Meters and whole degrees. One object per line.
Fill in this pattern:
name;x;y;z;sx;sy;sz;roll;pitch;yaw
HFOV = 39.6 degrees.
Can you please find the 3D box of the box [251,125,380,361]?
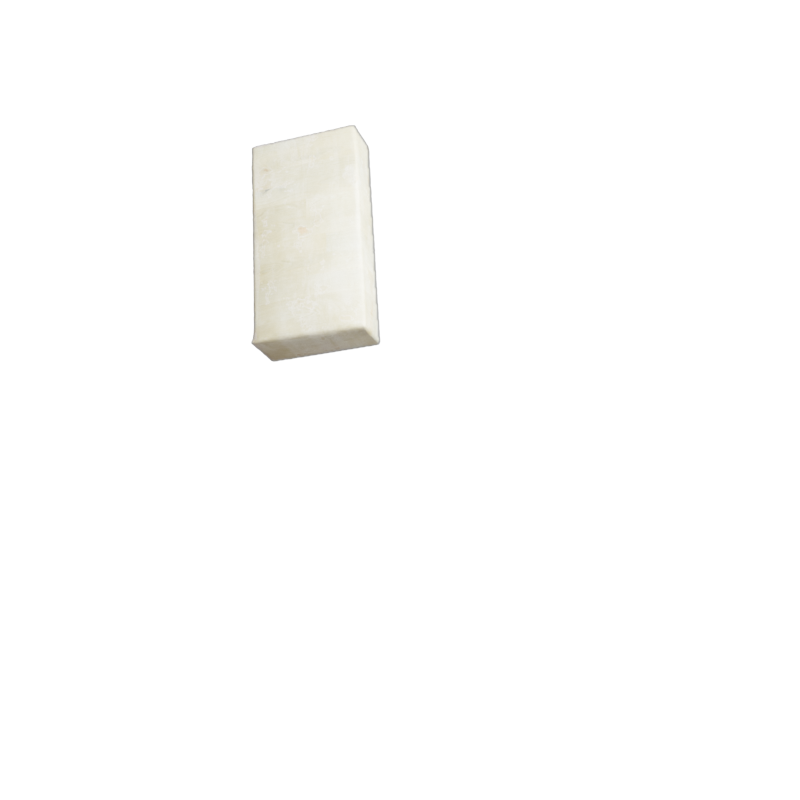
box;-0.068;-0.125;0.875;0.095;0.187;0.045;-10;-27;16
